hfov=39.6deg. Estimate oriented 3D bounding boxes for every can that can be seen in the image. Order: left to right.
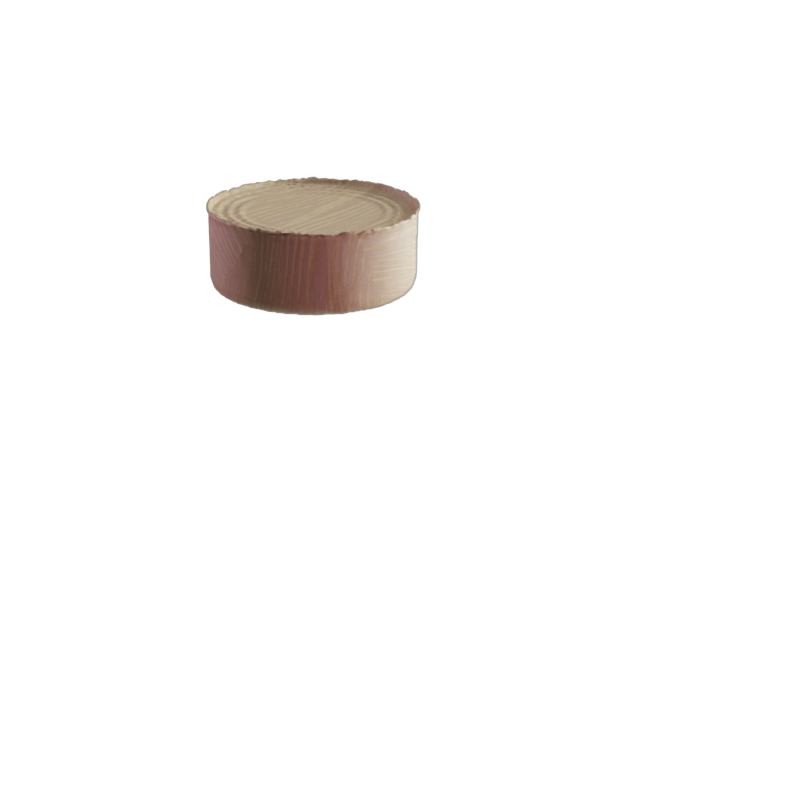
[{"bbox_3d":[-0.035,-0.064,0.449,0.086,0.032,0.090,-1,23,-2],"label":"can"}]
